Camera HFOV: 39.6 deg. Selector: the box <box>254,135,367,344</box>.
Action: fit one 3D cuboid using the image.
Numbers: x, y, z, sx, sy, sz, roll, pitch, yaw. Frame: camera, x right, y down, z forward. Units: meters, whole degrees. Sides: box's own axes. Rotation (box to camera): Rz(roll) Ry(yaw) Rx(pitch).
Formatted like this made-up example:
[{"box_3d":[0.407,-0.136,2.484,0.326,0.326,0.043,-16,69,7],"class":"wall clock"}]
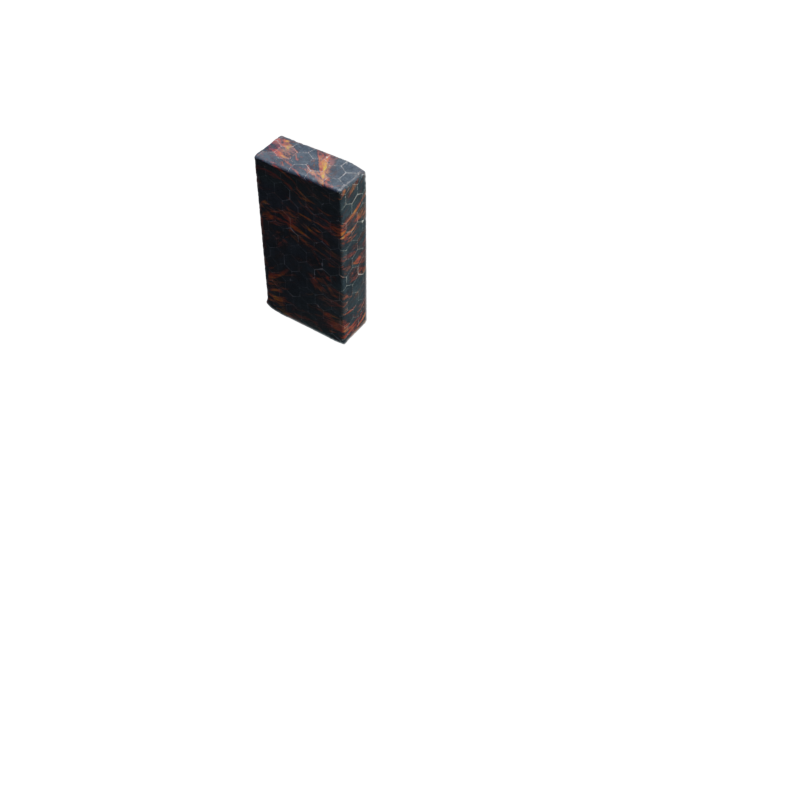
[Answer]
[{"box_3d":[-0.076,-0.140,0.981,0.098,0.164,0.049,27,47,24],"class":"box"}]
